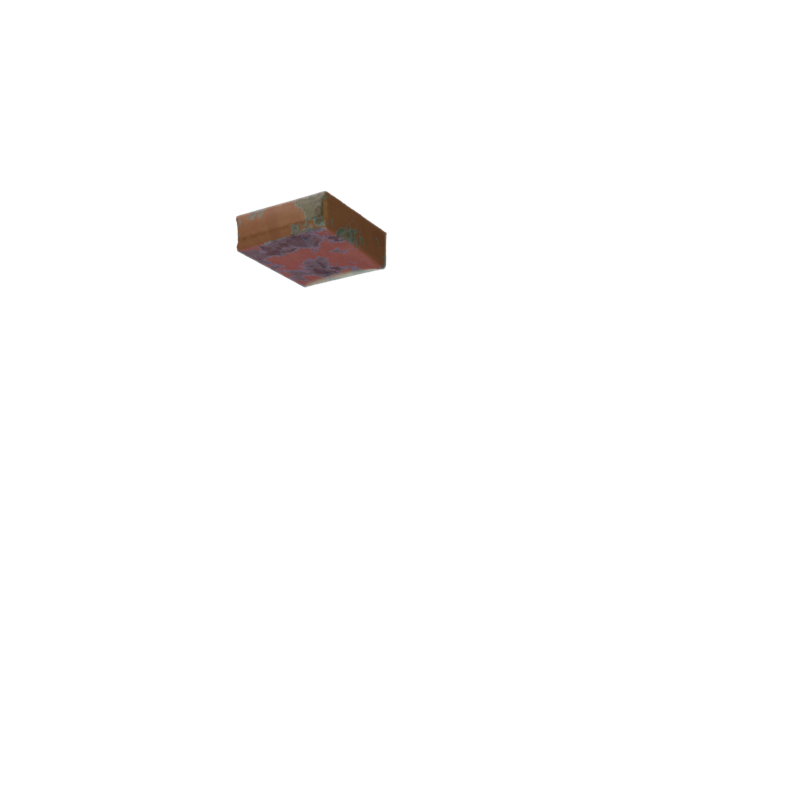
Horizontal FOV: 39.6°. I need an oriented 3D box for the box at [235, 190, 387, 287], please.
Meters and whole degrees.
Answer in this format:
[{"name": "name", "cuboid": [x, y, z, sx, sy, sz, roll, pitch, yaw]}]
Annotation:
[{"name": "box", "cuboid": [-0.075, -0.137, 0.961, 0.092, 0.041, 0.106, -10, -20, 27]}]
